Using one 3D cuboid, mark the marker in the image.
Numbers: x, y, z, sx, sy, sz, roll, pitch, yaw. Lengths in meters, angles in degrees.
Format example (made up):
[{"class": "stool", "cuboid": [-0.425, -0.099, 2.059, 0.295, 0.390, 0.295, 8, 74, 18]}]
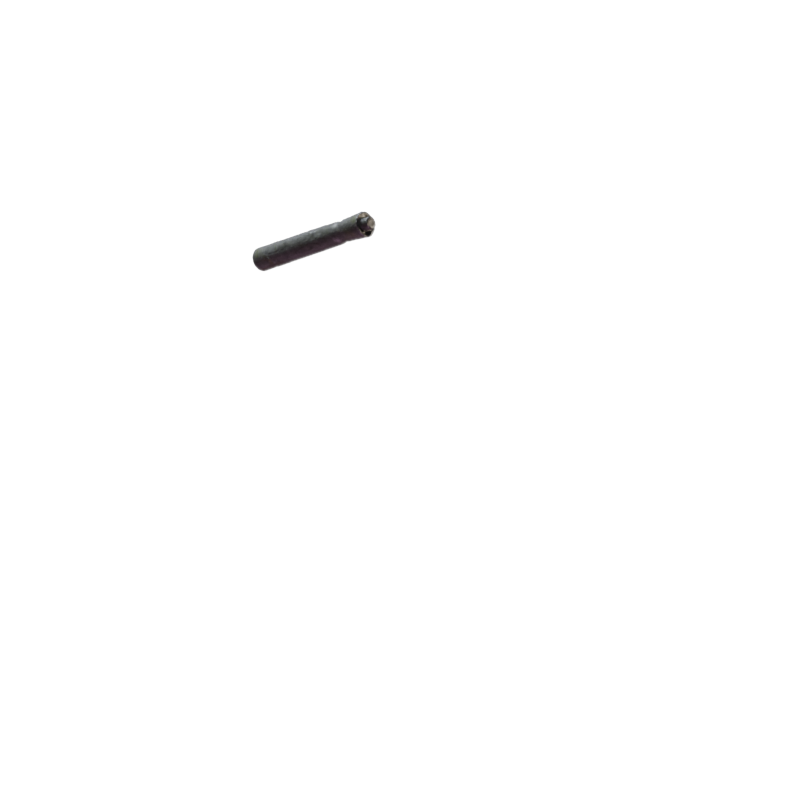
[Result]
[{"class": "marker", "cuboid": [-0.065, -0.118, 0.826, 0.123, 0.020, 0.019, -10, -4, 43]}]
